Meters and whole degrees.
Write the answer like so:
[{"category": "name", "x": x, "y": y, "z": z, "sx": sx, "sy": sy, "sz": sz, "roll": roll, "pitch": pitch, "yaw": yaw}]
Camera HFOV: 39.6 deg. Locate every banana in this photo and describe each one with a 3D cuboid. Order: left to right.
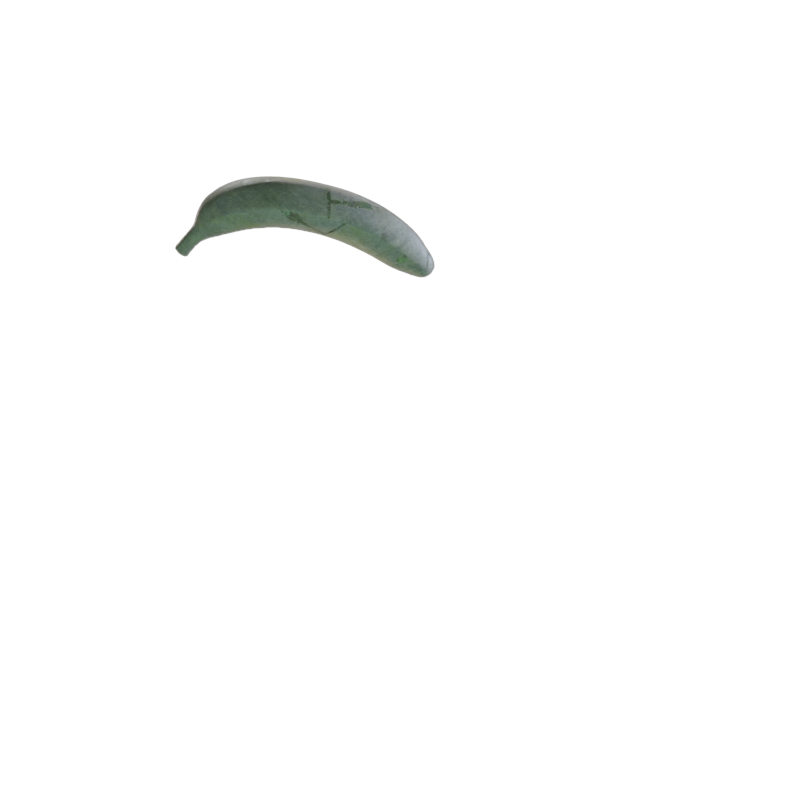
[{"category": "banana", "x": -0.066, "y": -0.132, "z": 0.829, "sx": 0.196, "sy": 0.039, "sz": 0.065, "roll": 6, "pitch": -45, "yaw": -6}]
